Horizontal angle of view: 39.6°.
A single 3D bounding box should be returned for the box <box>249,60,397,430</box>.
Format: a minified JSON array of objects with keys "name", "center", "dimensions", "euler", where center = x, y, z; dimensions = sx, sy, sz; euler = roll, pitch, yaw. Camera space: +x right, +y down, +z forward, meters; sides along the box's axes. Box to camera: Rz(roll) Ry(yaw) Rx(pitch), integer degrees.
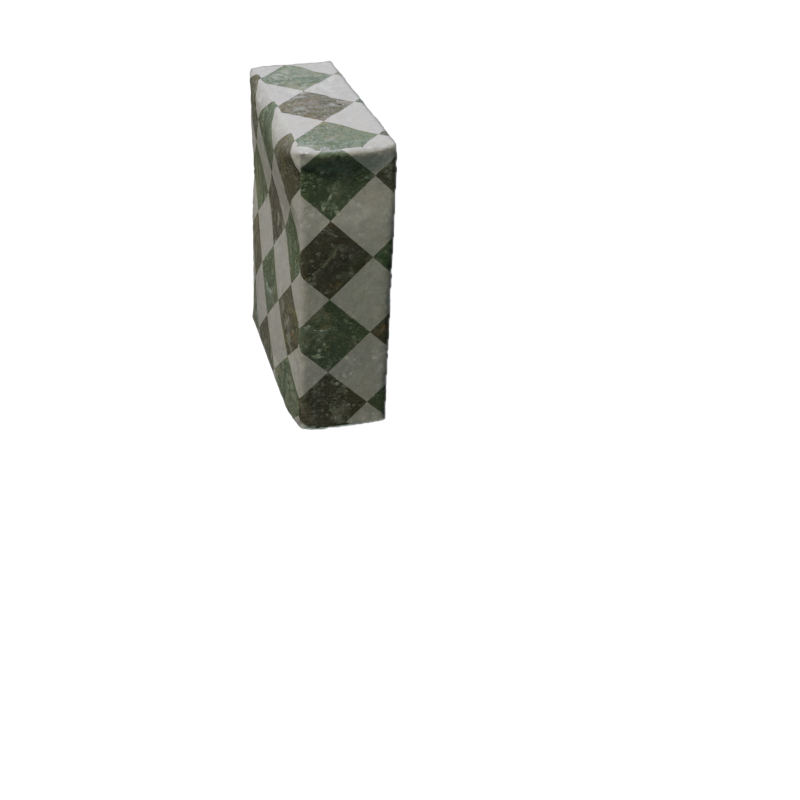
[{"name":"box","center":[-0.062,-0.113,0.790],"dimensions":[0.071,0.201,0.177],"euler":[-7,32,-15]}]
